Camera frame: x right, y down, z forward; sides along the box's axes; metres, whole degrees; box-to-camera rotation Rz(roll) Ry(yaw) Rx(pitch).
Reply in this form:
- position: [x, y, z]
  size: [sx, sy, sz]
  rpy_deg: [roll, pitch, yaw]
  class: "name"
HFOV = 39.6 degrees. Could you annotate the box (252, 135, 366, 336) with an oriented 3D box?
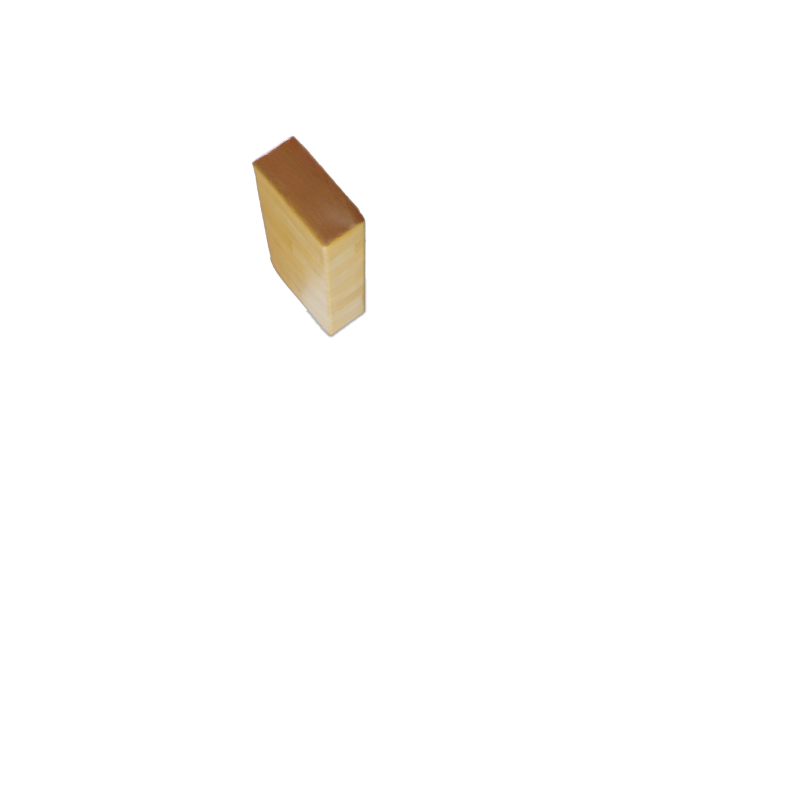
- position: [-0.069, -0.126, 0.882]
  size: [0.048, 0.098, 0.168]
  rpy_deg: [-34, -16, -15]
  class: "box"
